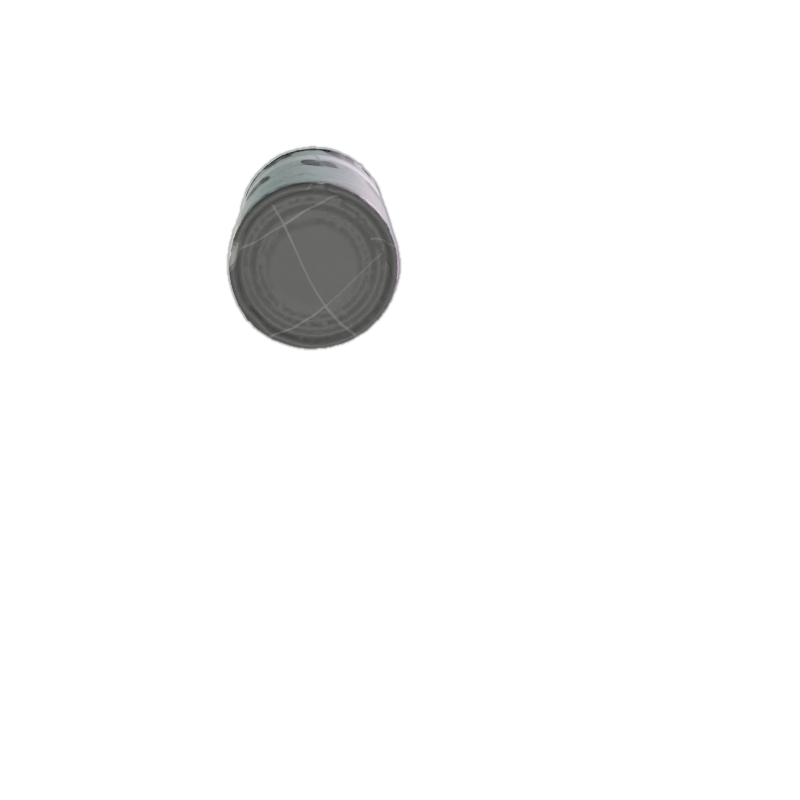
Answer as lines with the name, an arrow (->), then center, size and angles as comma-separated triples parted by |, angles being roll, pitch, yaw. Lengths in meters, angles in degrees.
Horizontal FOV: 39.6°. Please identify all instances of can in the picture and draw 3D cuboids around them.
can -> -0.037, -0.067, 0.471 | 0.068, 0.066, 0.106 | 0, 17, -3
